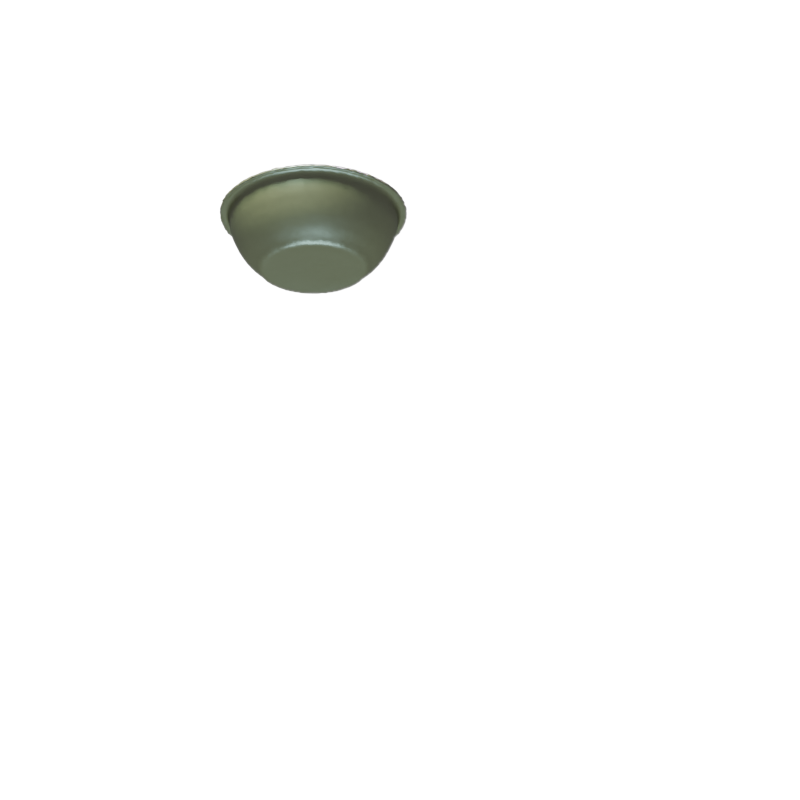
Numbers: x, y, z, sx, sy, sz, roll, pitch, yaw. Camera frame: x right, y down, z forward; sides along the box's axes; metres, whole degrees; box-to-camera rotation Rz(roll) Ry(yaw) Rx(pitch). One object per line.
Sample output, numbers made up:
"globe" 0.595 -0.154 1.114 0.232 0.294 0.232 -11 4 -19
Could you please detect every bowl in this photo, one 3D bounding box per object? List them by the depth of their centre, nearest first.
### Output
"bowl" -0.074 -0.135 0.944 0.162 0.058 0.153 1 -24 -2
